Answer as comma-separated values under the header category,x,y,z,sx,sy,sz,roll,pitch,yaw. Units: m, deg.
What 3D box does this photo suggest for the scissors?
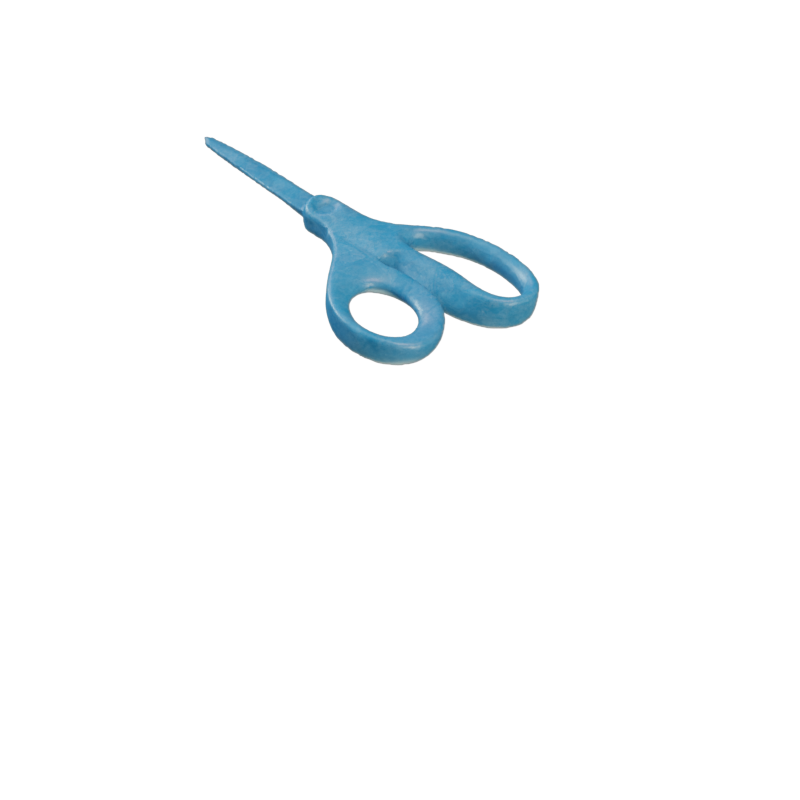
category,x,y,z,sx,sy,sz,roll,pitch,yaw
scissors,-0.038,-0.070,0.492,0.213,0.015,0.098,24,45,27
